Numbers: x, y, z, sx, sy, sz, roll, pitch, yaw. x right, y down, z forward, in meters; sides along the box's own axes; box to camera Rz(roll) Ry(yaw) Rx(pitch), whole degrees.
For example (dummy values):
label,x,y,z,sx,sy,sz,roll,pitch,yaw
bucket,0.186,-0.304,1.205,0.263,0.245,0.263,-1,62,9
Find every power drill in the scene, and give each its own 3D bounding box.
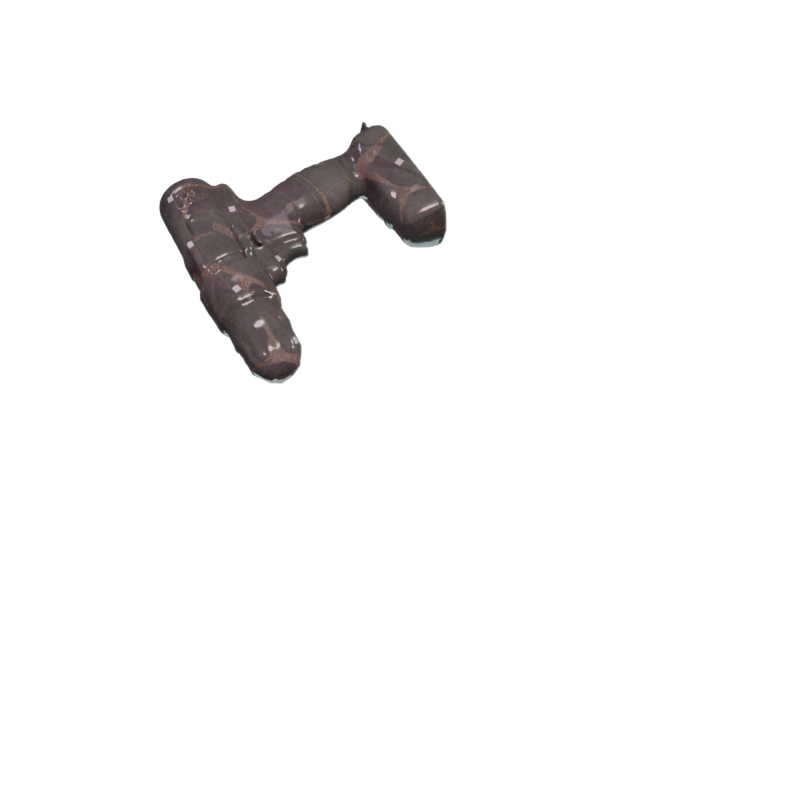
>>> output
label,x,y,z,sx,sy,sz,roll,pitch,yaw
power drill,-0.064,-0.116,0.813,0.187,0.198,0.054,-24,-30,-16
